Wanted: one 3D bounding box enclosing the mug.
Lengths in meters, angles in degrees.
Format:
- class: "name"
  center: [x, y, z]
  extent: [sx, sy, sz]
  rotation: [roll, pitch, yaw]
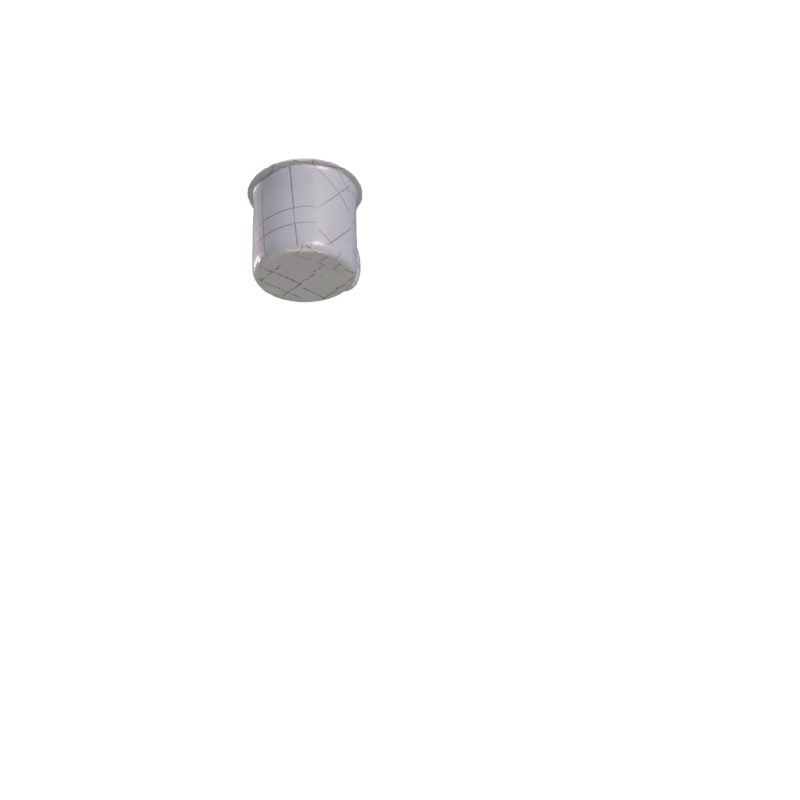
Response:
- class: "mug"
  center: [-0.069, -0.126, 0.883]
  extent: [0.094, 0.087, 0.108]
  rotation: [-18, -34, 27]
